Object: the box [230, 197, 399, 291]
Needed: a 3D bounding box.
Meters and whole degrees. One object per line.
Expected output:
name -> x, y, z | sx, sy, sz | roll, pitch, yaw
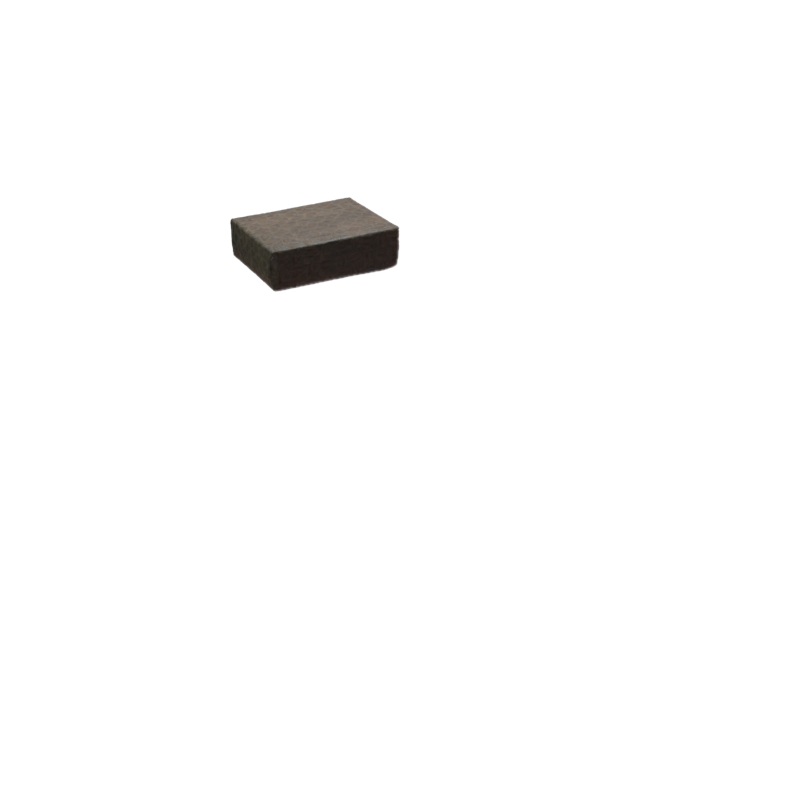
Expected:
box -> -0.070, -0.128, 0.897 | 0.111, 0.037, 0.096 | -13, 29, -24
